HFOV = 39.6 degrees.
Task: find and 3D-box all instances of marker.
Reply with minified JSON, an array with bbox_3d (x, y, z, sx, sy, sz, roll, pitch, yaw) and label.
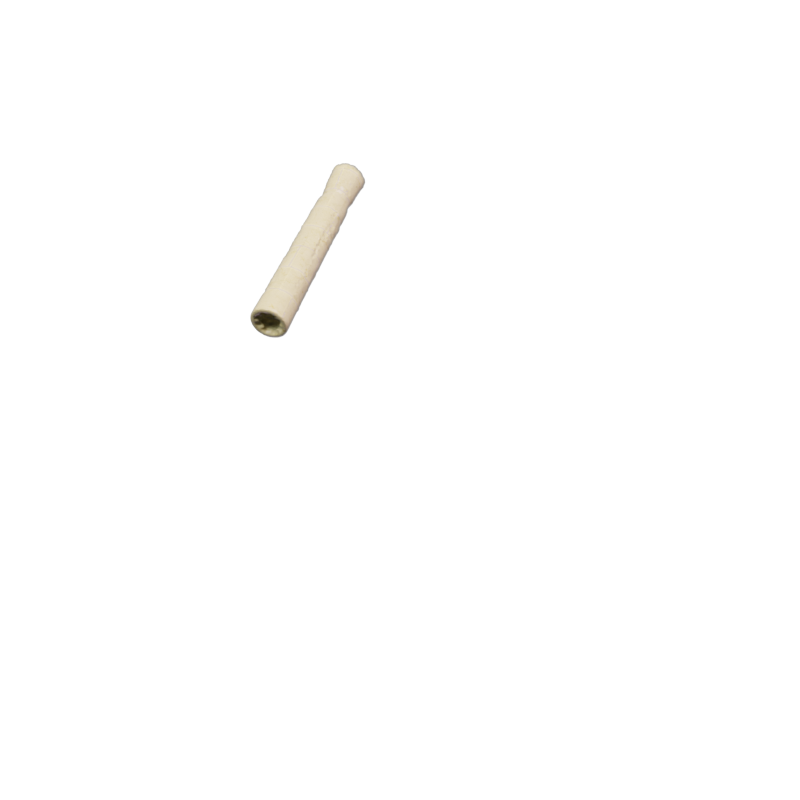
[{"bbox_3d":[-0.044,-0.079,0.556,0.020,0.018,0.127,0,44,23],"label":"marker"}]
